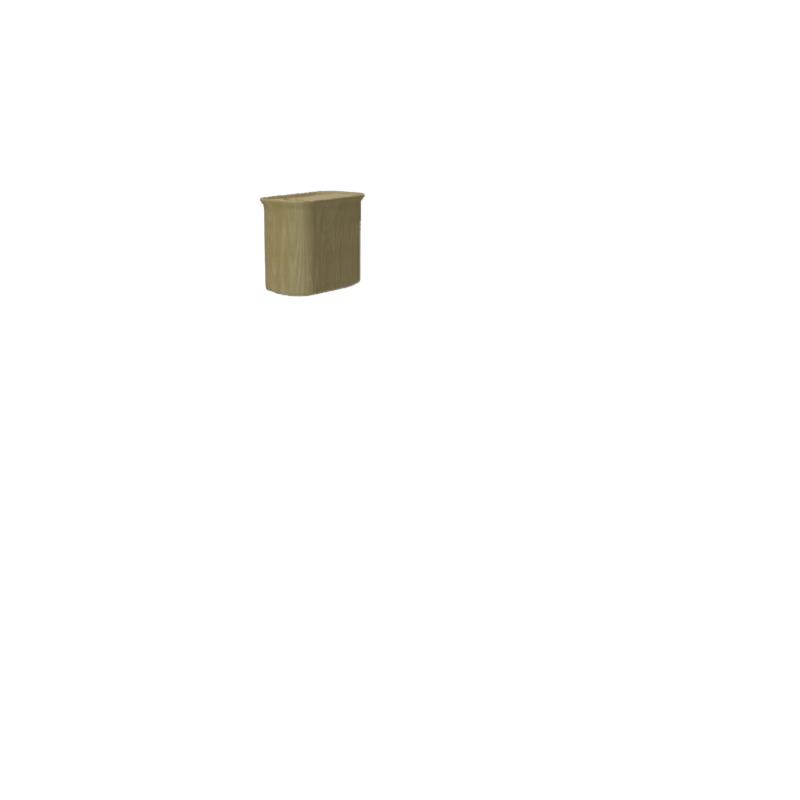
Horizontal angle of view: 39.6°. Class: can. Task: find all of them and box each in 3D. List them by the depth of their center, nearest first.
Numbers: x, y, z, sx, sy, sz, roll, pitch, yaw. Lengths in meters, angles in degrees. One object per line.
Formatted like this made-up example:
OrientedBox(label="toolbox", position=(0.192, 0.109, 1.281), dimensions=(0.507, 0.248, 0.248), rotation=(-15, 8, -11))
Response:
OrientedBox(label="can", position=(-0.078, -0.142, 0.994), dimensions=(0.060, 0.082, 0.100), rotation=(8, 14, 36))
